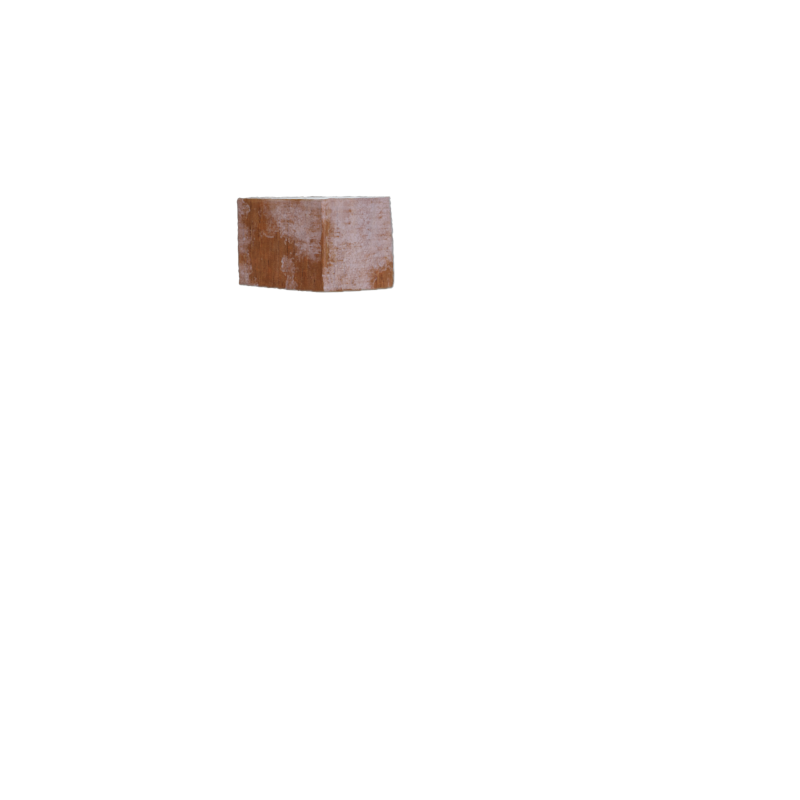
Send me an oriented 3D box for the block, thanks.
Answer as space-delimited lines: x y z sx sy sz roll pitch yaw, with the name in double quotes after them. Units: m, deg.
-0.049 -0.089 0.622 0.051 0.051 0.082 -6 10 -44 "block"
